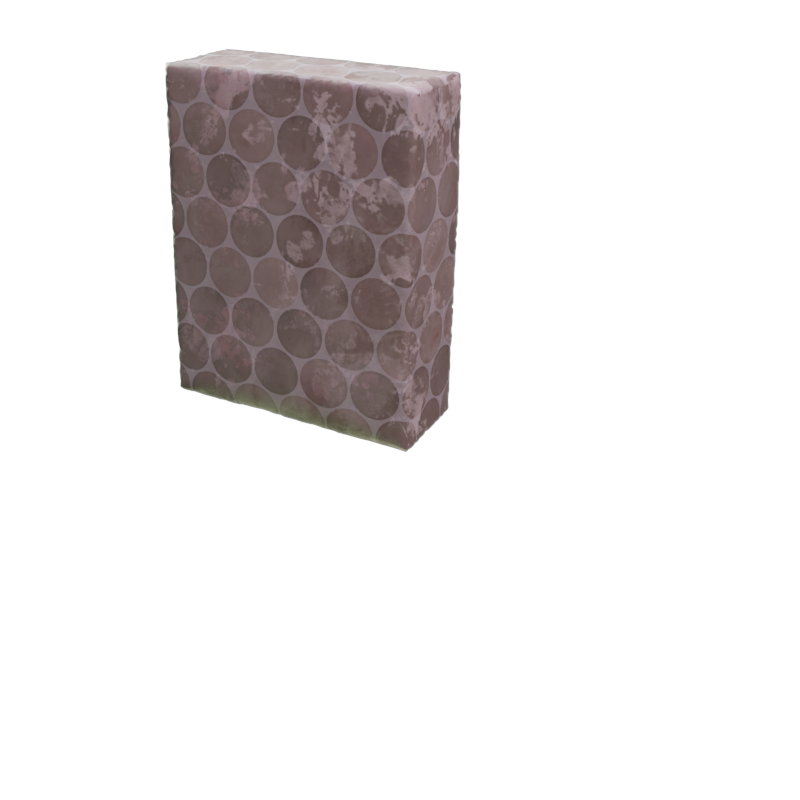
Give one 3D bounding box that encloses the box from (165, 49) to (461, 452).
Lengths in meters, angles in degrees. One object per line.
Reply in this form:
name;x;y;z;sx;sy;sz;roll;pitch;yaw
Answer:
box;-0.052;-0.095;0.665;0.171;0.204;0.072;13;24;27
